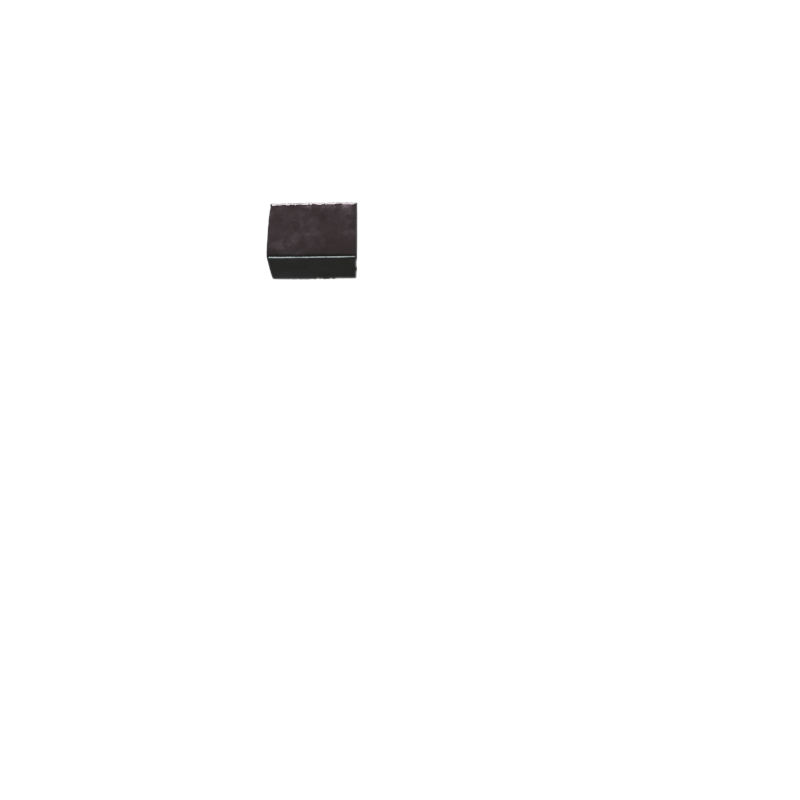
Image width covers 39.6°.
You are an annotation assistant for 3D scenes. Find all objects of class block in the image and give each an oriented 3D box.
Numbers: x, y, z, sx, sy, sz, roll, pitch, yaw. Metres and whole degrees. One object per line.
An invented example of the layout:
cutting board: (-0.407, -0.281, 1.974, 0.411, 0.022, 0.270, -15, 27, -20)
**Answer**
block: (-0.076, -0.138, 0.968, 0.078, 0.054, 0.050, -1, -20, 0)
